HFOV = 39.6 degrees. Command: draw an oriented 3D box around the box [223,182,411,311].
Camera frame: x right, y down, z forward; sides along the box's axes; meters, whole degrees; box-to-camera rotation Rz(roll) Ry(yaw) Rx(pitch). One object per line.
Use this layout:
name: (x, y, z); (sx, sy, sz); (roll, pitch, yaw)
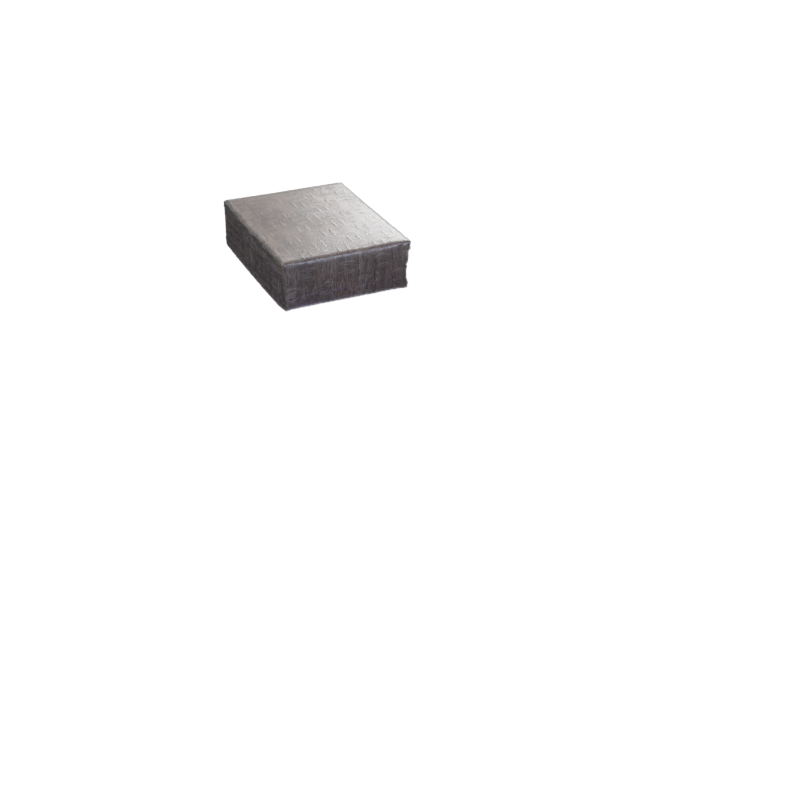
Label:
box: (-0.058, -0.105, 0.738); (0.088, 0.037, 0.122); (-14, 35, -21)
